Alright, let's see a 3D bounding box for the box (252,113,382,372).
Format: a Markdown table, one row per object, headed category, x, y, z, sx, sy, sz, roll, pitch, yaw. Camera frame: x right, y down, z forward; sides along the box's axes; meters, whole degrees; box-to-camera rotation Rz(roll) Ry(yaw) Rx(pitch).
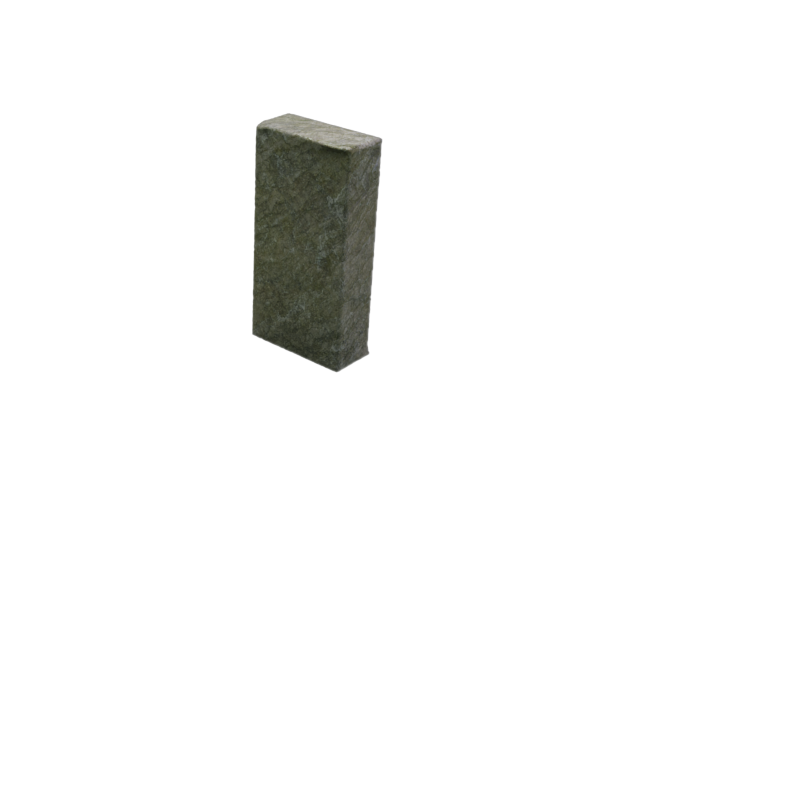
| category | x | y | z | sx | sy | sz | roll | pitch | yaw |
| --- | --- | --- | --- | --- | --- | --- | --- | --- | --- |
| box | -0.066 | -0.119 | 0.833 | 0.099 | 0.167 | 0.048 | 21 | 31 | 34 |
